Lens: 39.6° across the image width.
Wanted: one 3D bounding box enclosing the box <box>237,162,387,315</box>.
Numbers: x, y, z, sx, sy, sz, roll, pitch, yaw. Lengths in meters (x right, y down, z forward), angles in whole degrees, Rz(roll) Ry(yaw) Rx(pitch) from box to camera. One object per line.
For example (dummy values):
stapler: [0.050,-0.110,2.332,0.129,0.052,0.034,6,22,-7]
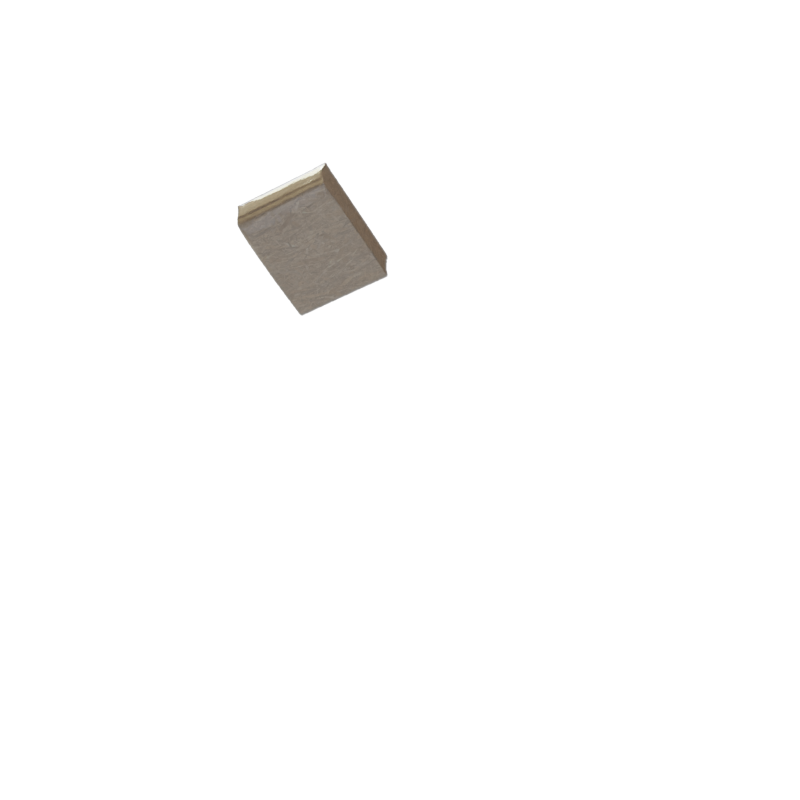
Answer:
box: [-0.075,-0.137,0.959,0.090,0.106,0.042,-24,34,17]
